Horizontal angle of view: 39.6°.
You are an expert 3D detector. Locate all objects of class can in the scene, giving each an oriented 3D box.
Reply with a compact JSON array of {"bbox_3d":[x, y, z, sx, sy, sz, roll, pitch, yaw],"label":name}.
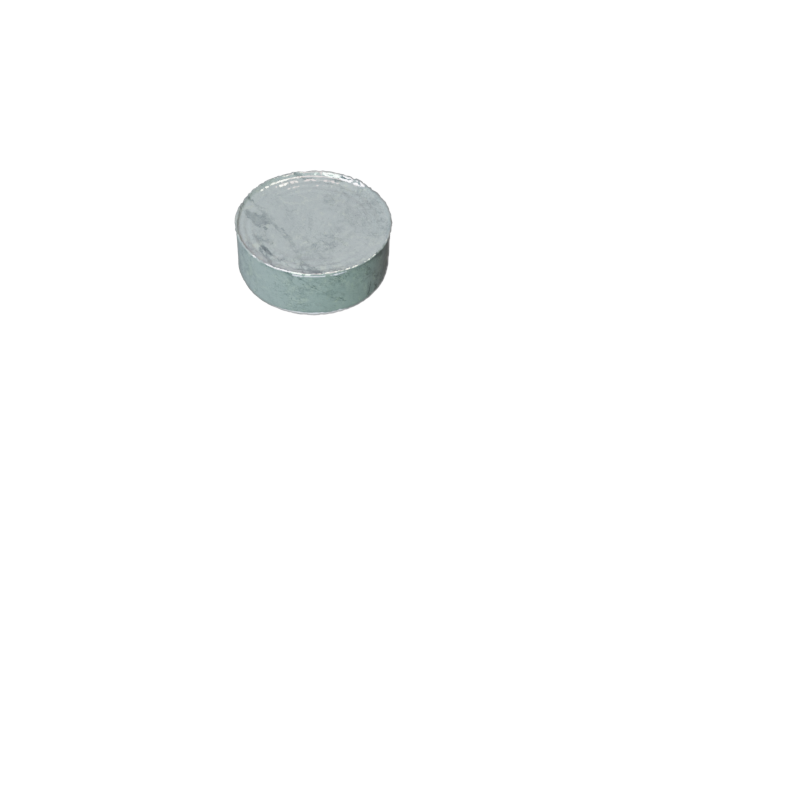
[{"bbox_3d":[-0.048,-0.088,0.614,0.086,0.092,0.031,-1,-43,-1],"label":"can"}]
